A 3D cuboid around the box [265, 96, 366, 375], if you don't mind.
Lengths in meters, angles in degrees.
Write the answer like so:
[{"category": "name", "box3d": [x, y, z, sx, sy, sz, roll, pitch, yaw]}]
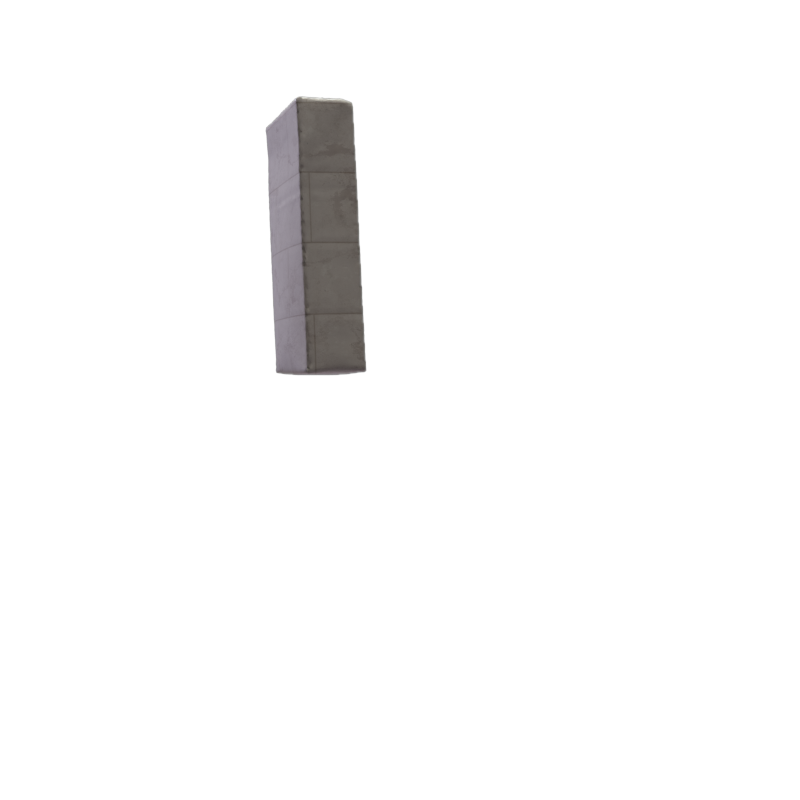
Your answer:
[{"category": "box", "box3d": [-0.057, -0.105, 0.738, 0.047, 0.179, 0.094, 2, -5, -19]}]
